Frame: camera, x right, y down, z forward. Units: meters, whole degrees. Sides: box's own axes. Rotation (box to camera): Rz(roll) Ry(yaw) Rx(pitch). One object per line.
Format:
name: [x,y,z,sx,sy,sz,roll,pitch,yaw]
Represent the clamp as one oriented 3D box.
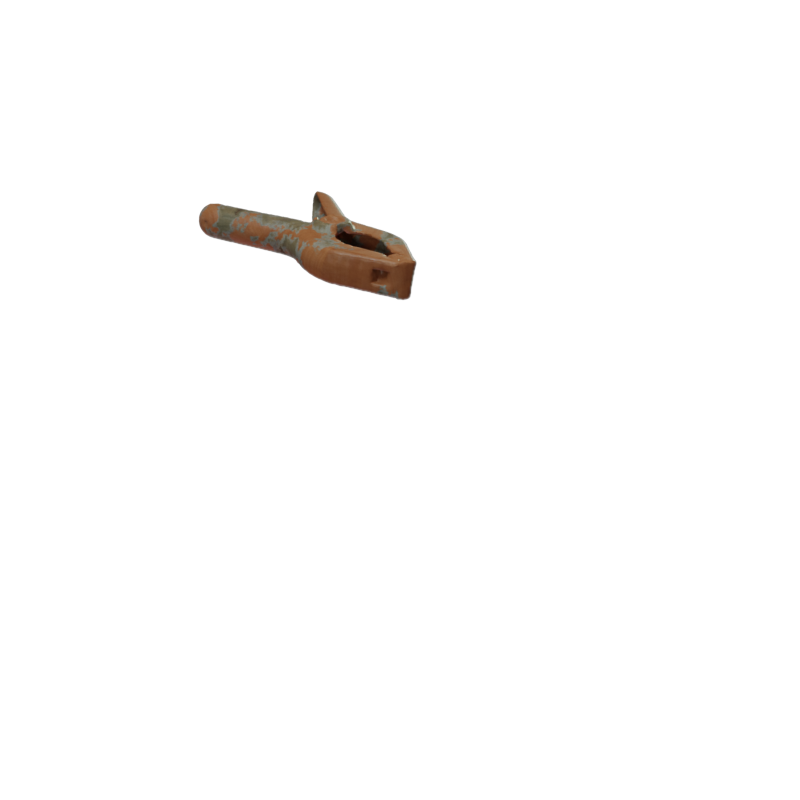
clamp: [-0.061,-0.112,0.782,0.118,0.037,0.183,-15,30,-29]
